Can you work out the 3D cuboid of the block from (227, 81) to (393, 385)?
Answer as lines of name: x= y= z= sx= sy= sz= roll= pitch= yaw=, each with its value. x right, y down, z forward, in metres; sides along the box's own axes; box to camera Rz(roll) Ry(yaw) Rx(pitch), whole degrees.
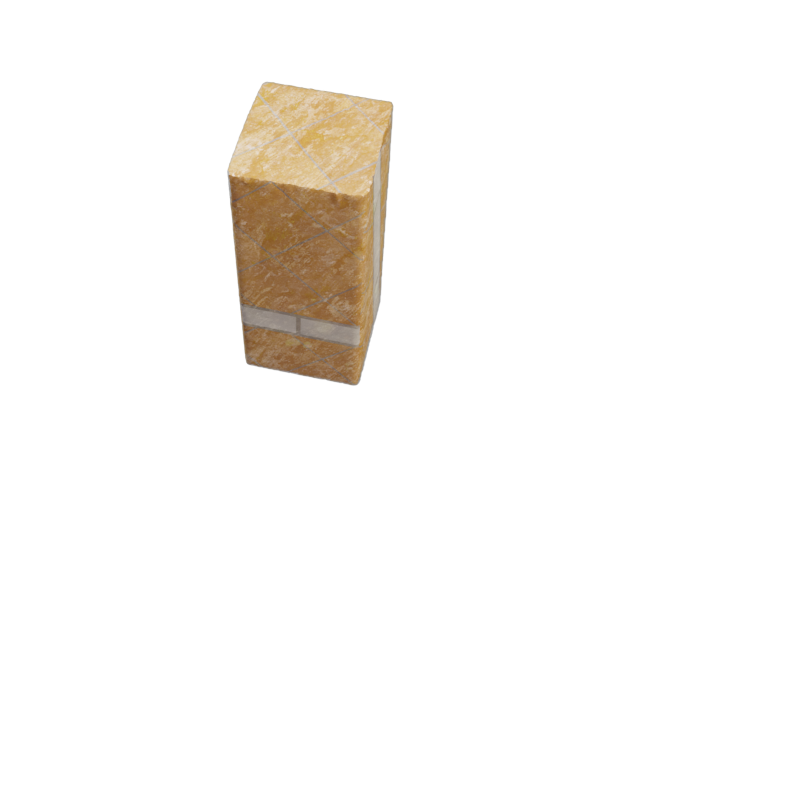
block: x=-0.061 y=-0.110 z=0.773 sx=0.092 sy=0.095 sz=0.193 roll=11 pitch=-36 yaw=5
